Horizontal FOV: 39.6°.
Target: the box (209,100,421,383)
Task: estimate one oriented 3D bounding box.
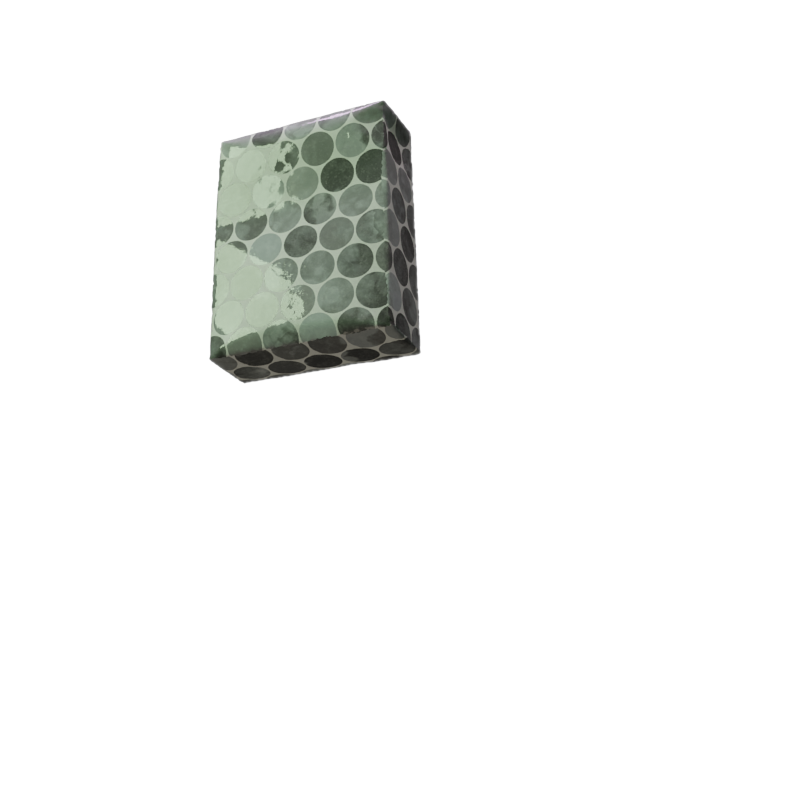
[{"bbox_3d":[-0.074,-0.135,0.943,0.167,0.226,0.067,-11,-26,20],"label":"box"}]
